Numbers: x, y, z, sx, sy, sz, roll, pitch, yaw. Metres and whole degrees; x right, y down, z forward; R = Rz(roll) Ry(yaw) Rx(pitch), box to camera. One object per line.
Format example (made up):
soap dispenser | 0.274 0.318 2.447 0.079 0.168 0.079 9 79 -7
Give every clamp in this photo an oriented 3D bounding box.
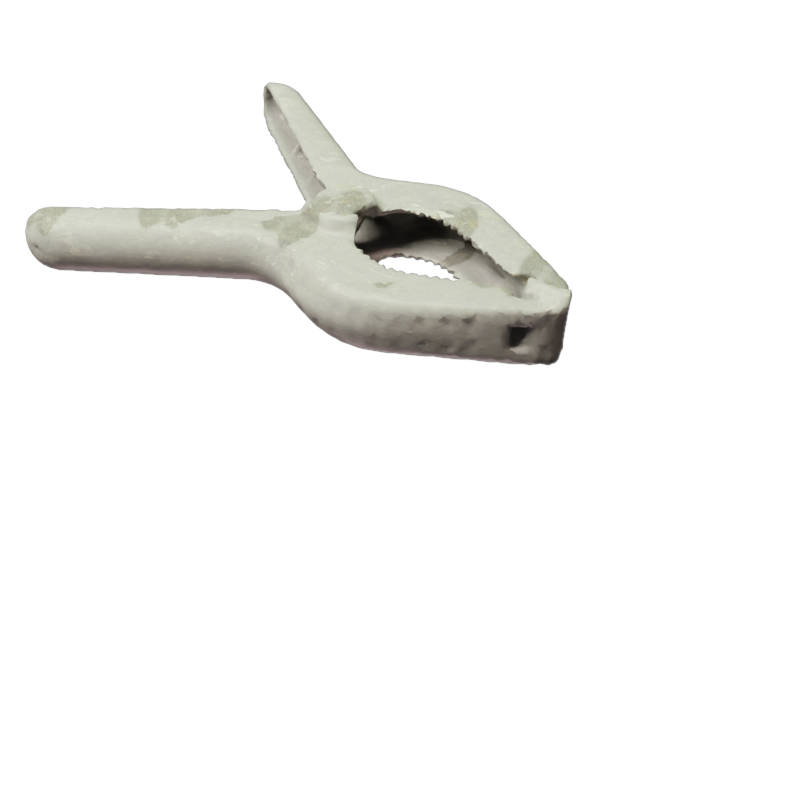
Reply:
clamp | -0.035 -0.064 0.447 0.224 0.034 0.165 31 49 31
